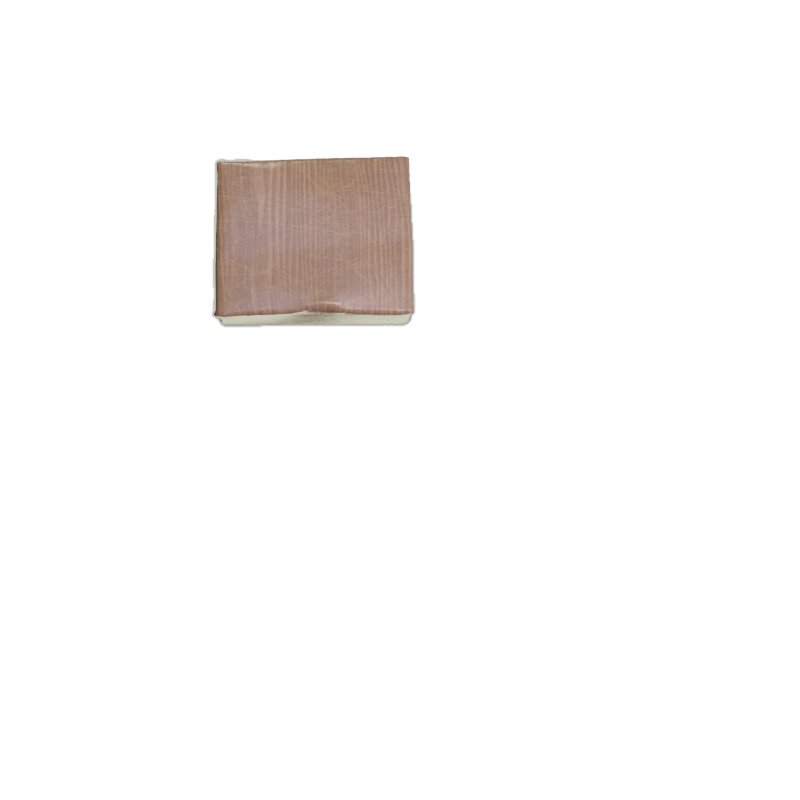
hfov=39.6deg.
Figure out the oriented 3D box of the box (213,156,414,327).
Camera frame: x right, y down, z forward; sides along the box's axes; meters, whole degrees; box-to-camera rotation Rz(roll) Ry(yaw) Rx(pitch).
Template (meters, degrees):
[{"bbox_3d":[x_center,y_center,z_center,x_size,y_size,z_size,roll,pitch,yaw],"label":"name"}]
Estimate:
[{"bbox_3d":[-0.040,-0.072,0.503,0.089,0.076,0.029,-1,-14,-1],"label":"box"}]
